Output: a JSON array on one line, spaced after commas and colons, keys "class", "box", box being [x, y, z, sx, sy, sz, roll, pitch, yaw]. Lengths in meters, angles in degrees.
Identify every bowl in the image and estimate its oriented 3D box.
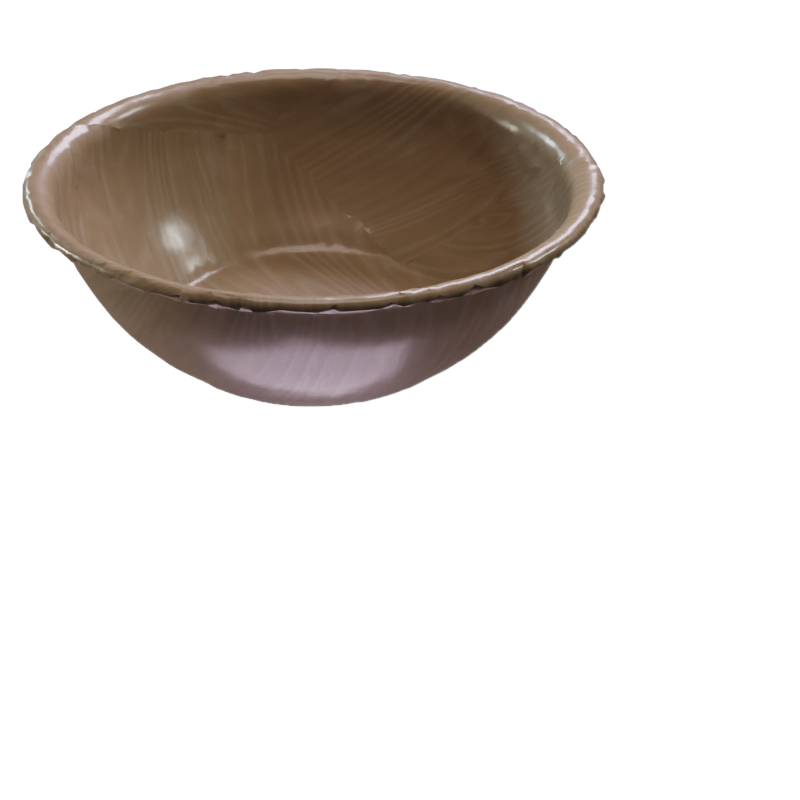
[{"class": "bowl", "box": [-0.026, -0.047, 0.327, 0.162, 0.052, 0.173, -1, 33, -2]}]
